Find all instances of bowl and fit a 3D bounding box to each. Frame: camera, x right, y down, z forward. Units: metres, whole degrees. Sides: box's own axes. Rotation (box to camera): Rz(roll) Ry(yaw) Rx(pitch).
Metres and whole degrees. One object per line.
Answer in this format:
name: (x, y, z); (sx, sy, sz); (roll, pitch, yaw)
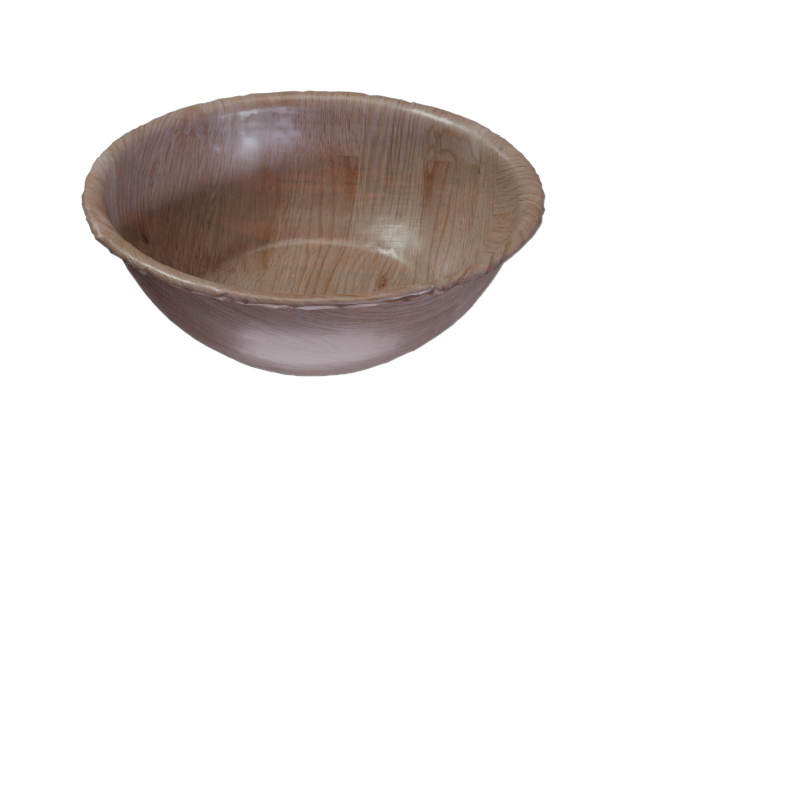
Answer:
bowl: (-0.032, -0.058, 0.403); (0.162, 0.052, 0.173); (-1, 35, -2)
